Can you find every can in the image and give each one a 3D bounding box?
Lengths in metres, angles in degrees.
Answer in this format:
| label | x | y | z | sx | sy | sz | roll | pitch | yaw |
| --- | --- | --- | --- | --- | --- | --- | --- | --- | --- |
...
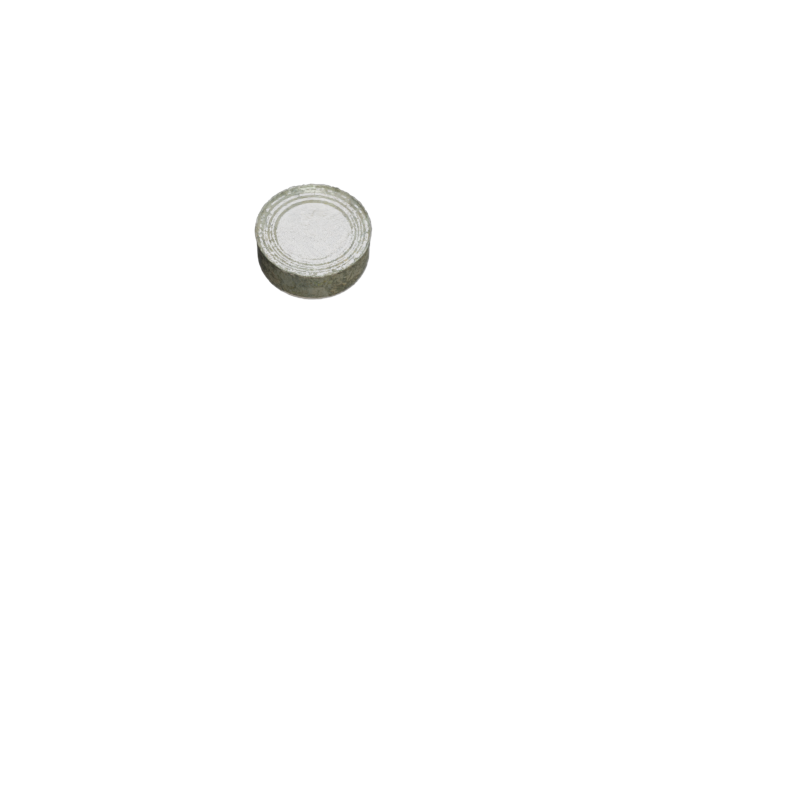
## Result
| label | x | y | z | sx | sy | sz | roll | pitch | yaw |
| --- | --- | --- | --- | --- | --- | --- | --- | --- | --- |
| can | -0.064 | -0.117 | 0.823 | 0.086 | 0.092 | 0.031 | -1 | -34 | -1 |
